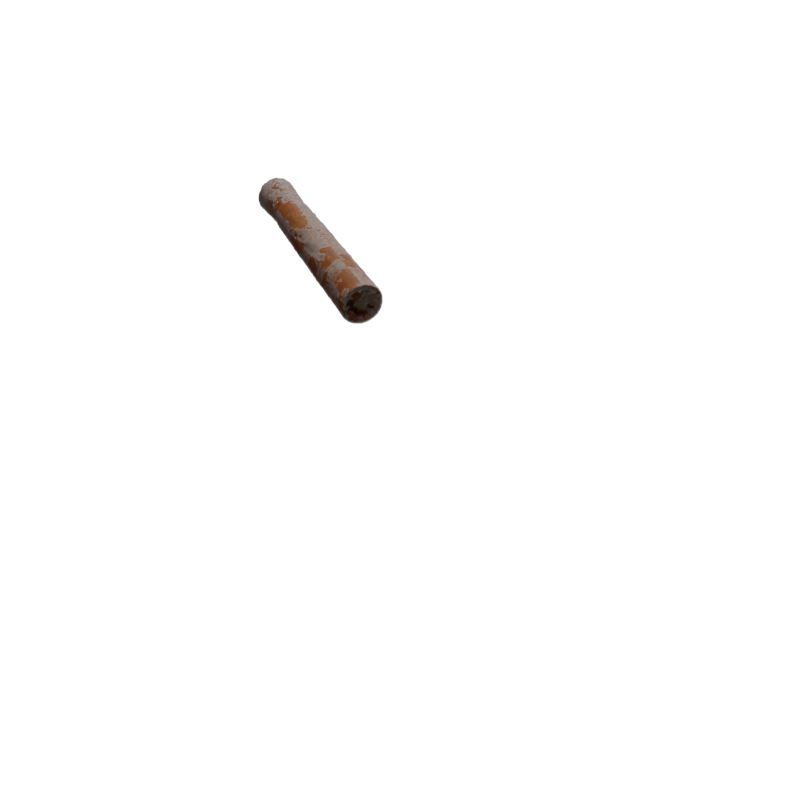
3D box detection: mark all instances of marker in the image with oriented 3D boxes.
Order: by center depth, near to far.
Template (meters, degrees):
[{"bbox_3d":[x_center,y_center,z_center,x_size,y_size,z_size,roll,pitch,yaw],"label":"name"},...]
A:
[{"bbox_3d":[-0.040,-0.072,0.505,0.019,0.019,0.130,-2,31,-24],"label":"marker"}]
